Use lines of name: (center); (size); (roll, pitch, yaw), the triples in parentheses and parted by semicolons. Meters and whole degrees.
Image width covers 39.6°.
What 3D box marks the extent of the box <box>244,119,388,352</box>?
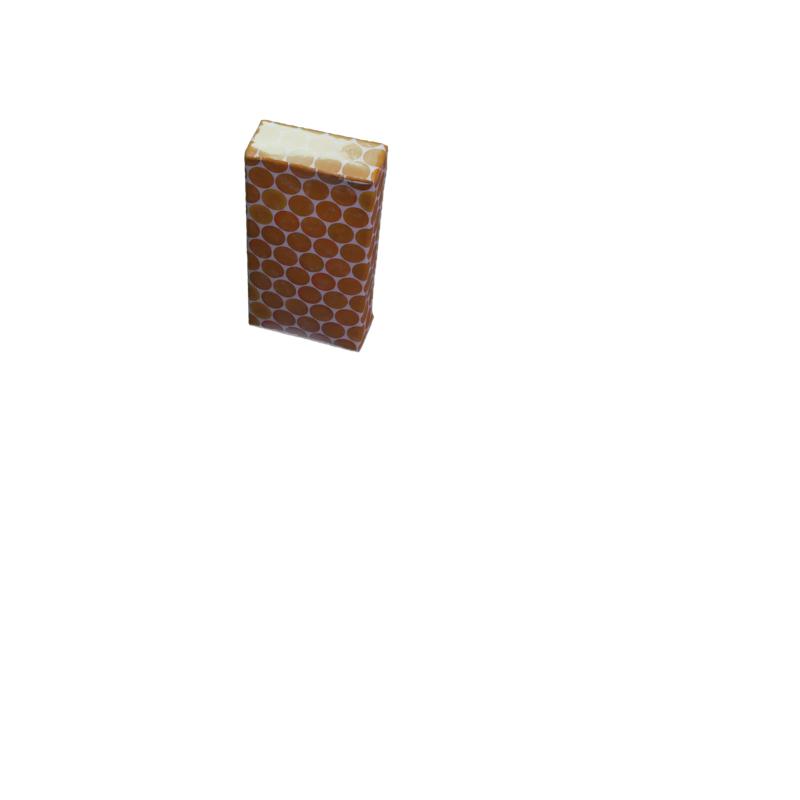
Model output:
box: (-0.063, -0.114, 0.797); (0.095, 0.051, 0.164); (14, -38, 8)
